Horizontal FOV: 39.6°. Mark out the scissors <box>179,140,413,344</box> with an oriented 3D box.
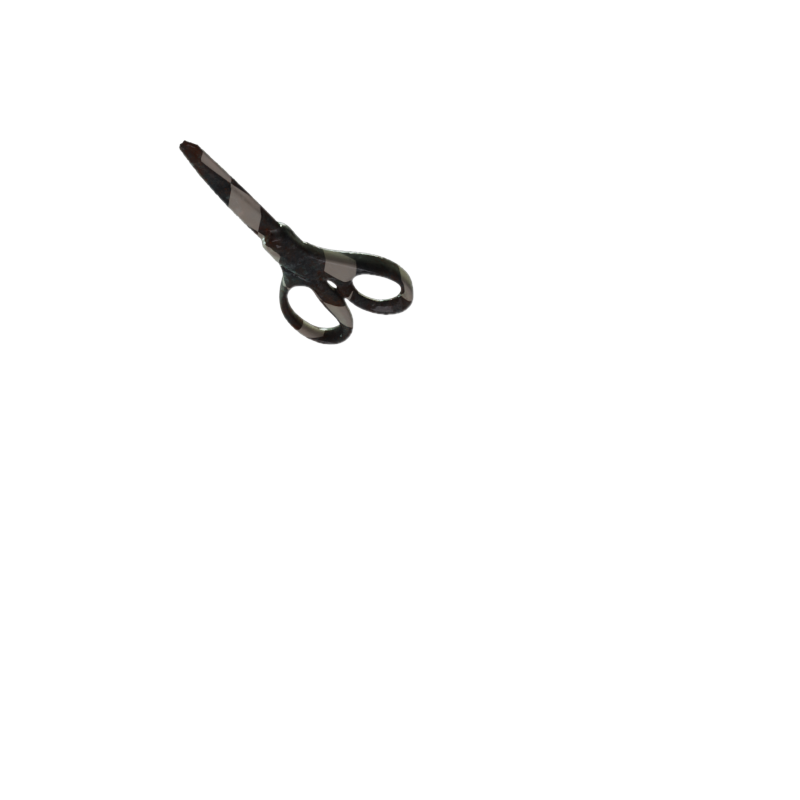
[{"bbox_3d":[-0.052,-0.095,0.669,0.097,0.017,0.186,-8,-35,11],"label":"scissors"}]
